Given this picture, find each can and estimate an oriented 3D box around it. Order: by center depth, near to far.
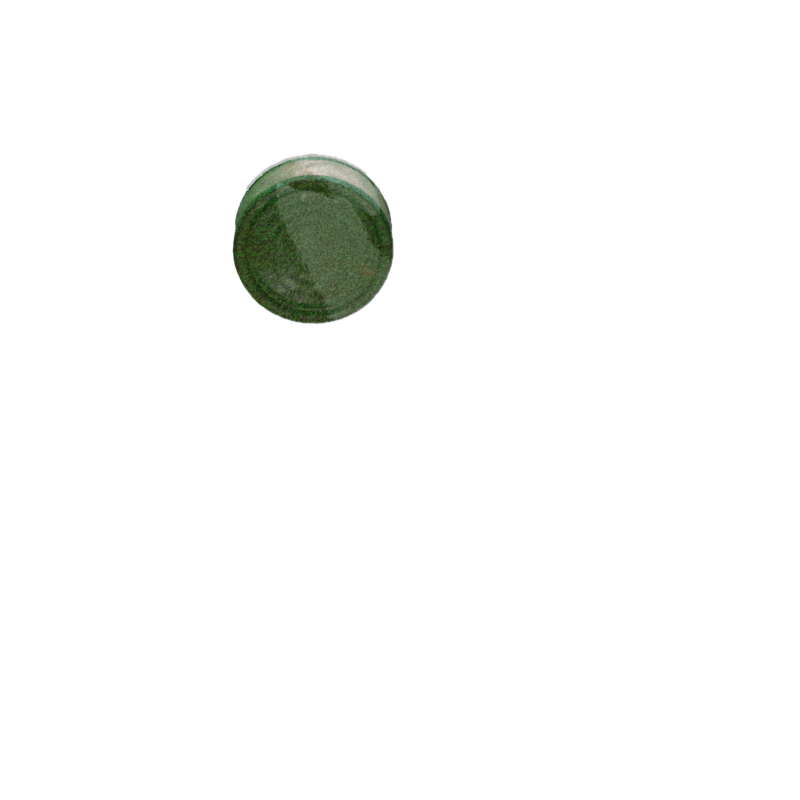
[{"bbox_3d":[-0.046,-0.084,0.591,0.086,0.081,0.035,1,25,-1],"label":"can"}]
